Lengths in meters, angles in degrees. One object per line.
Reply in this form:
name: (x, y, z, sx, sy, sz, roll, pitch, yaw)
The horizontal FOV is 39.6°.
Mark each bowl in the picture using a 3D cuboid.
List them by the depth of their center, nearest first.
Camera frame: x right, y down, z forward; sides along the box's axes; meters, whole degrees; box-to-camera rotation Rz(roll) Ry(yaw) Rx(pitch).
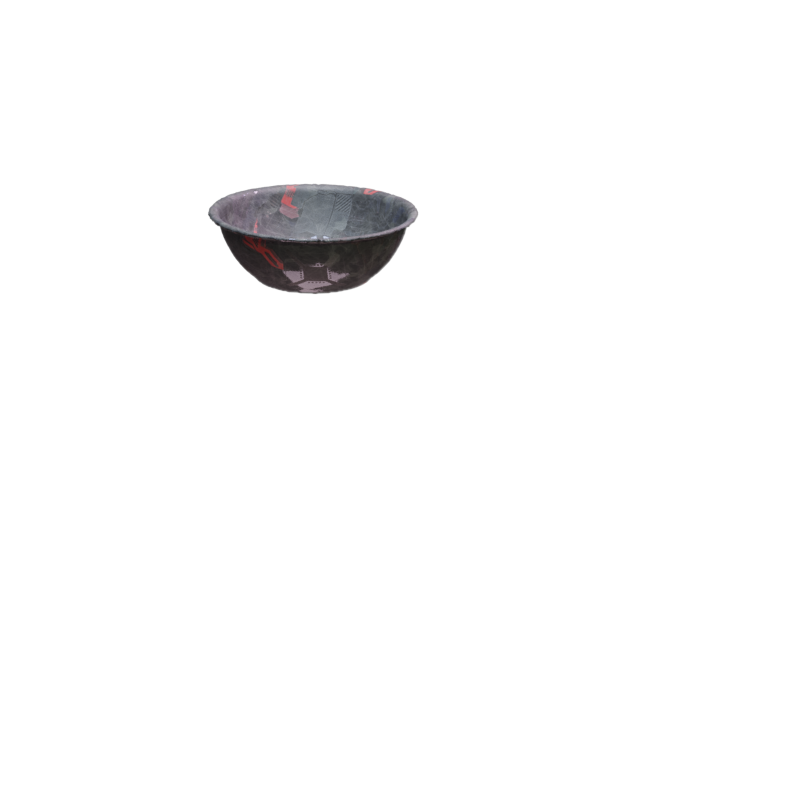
bowl: (-0.067, -0.123, 0.862, 0.162, 0.053, 0.170, -1, 23, -2)
